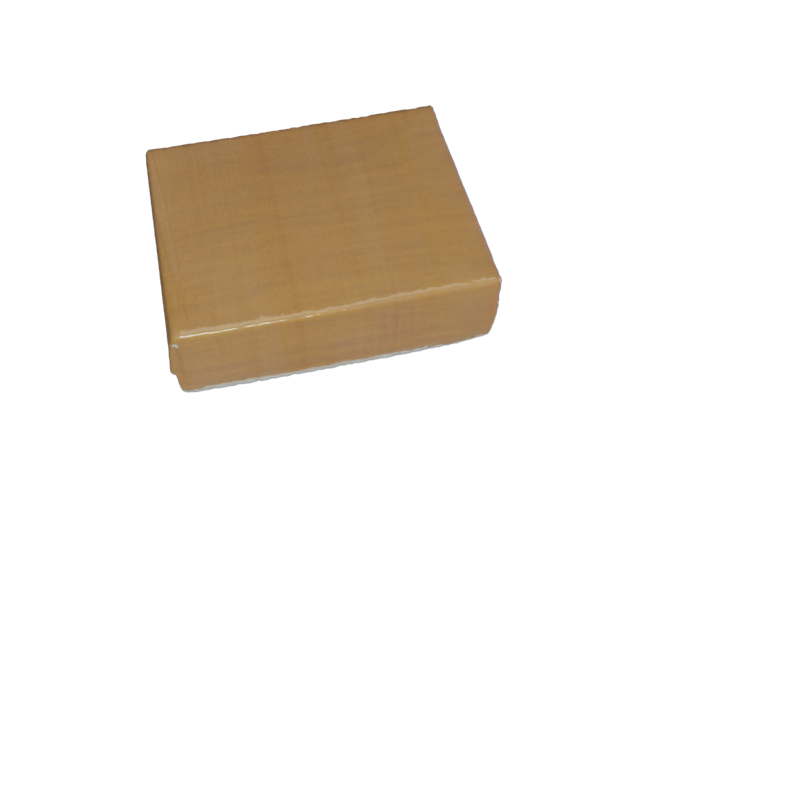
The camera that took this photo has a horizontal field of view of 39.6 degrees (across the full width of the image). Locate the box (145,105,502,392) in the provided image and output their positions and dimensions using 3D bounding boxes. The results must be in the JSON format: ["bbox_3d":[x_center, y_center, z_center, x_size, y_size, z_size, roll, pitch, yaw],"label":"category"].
[{"bbox_3d":[-0.031,-0.057,0.398,0.113,0.097,0.036,-10,-37,-8],"label":"box"}]
